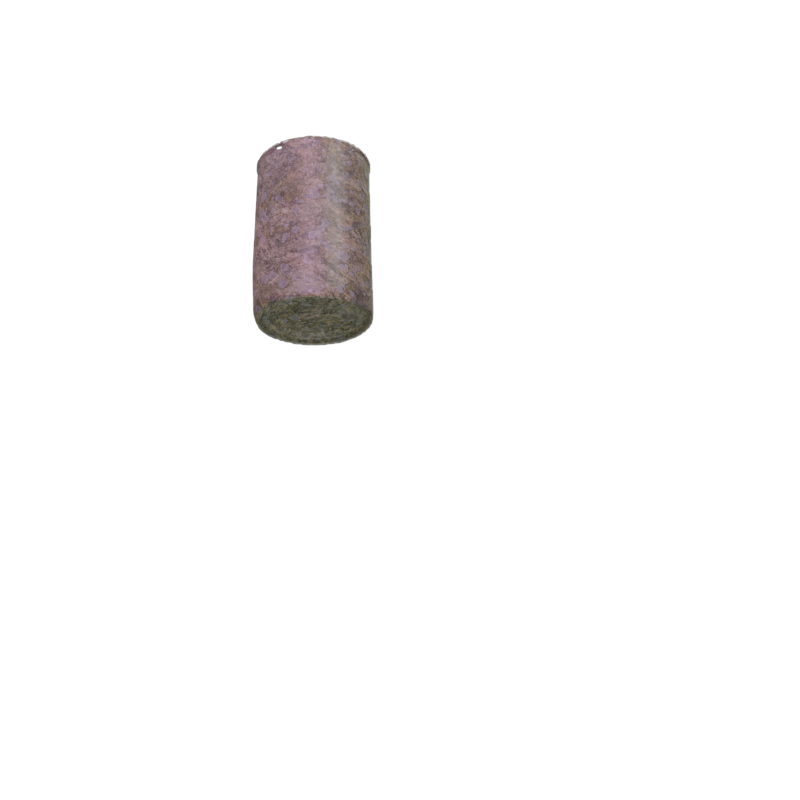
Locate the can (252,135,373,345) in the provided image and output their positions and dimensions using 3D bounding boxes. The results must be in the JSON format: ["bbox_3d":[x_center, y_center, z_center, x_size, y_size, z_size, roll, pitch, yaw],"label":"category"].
[{"bbox_3d":[-0.050,-0.091,0.636,0.068,0.108,0.065,0,-26,-2],"label":"can"}]
